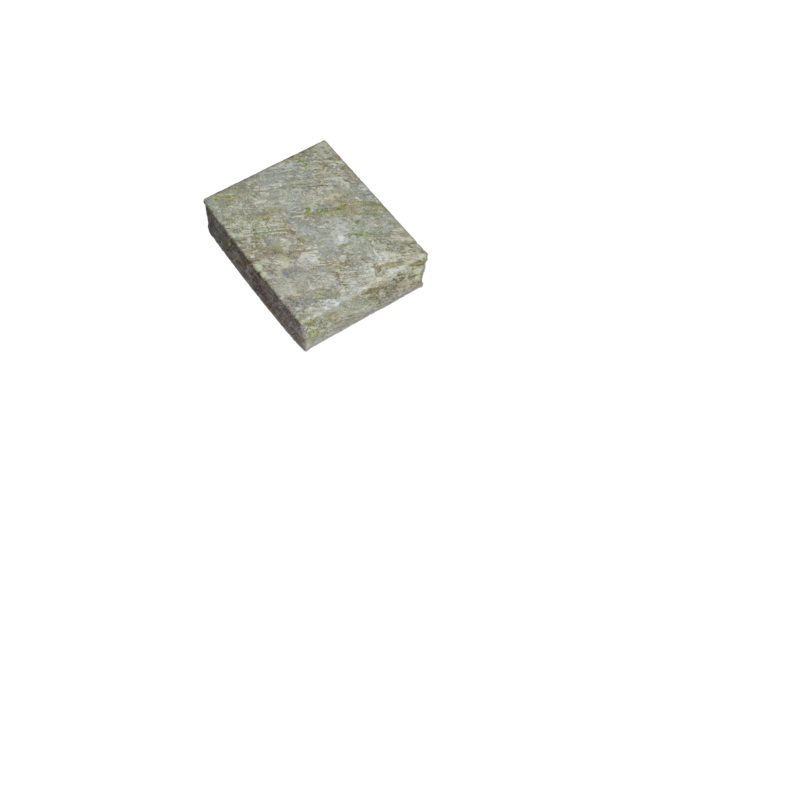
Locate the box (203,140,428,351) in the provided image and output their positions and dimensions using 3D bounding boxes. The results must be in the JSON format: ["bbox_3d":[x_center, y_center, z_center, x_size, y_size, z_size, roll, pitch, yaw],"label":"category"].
[{"bbox_3d":[-0.053,-0.096,0.670,0.090,0.121,0.036,-30,-28,-18],"label":"box"}]
